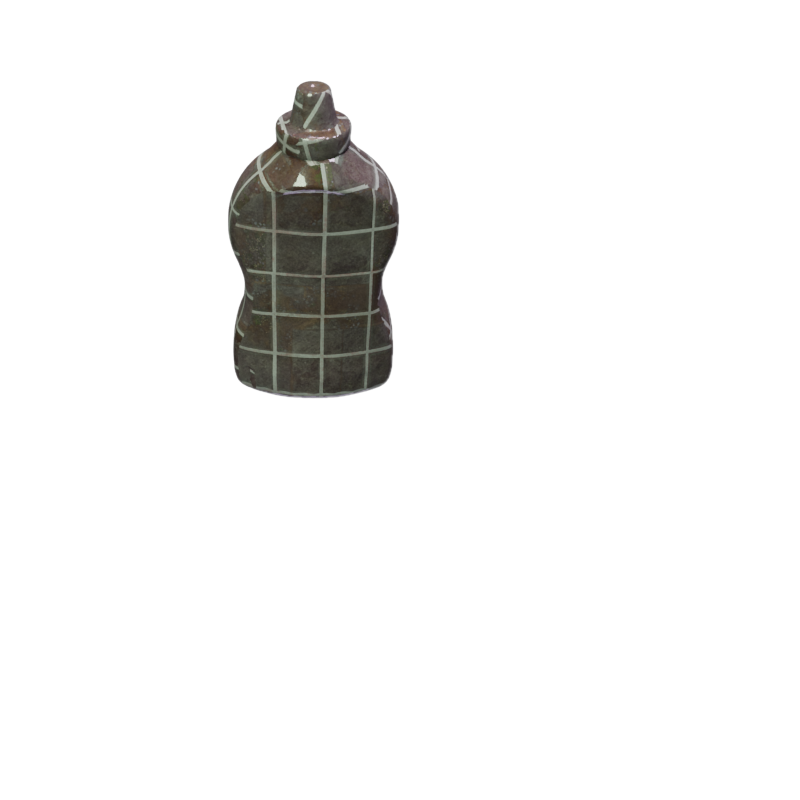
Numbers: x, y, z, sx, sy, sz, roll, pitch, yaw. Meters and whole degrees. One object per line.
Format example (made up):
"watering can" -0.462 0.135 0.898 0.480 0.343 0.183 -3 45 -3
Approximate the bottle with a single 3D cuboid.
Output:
"bottle" -0.050 -0.091 0.633 0.096 0.179 0.062 2 36 0
